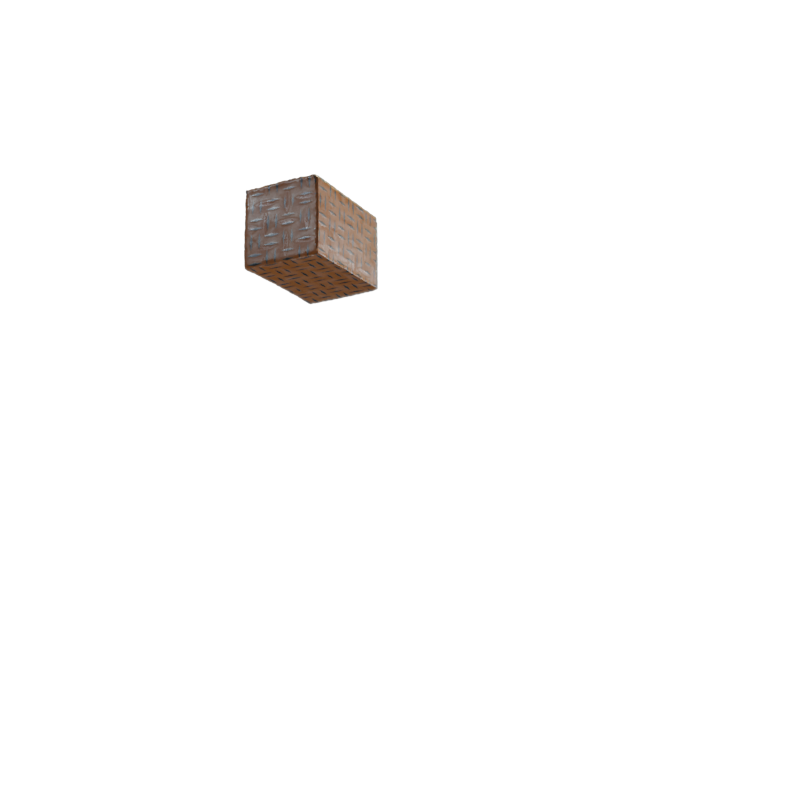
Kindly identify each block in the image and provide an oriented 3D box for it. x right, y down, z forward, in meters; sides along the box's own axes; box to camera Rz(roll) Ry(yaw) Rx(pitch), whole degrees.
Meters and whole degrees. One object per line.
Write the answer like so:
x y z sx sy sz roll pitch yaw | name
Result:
-0.054 -0.098 0.684 0.054 0.054 0.073 -10 -19 26 | block
